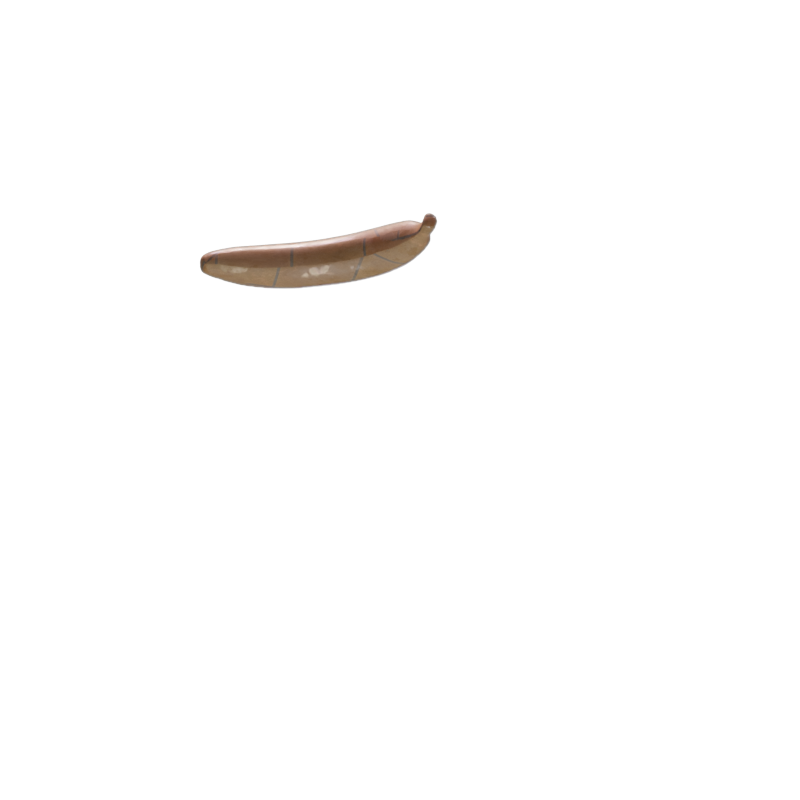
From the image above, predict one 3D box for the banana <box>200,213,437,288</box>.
[{"bbox_3d":[-0.059,-0.117,0.883,0.200,0.039,0.064,-9,-29,18],"label":"banana"}]
